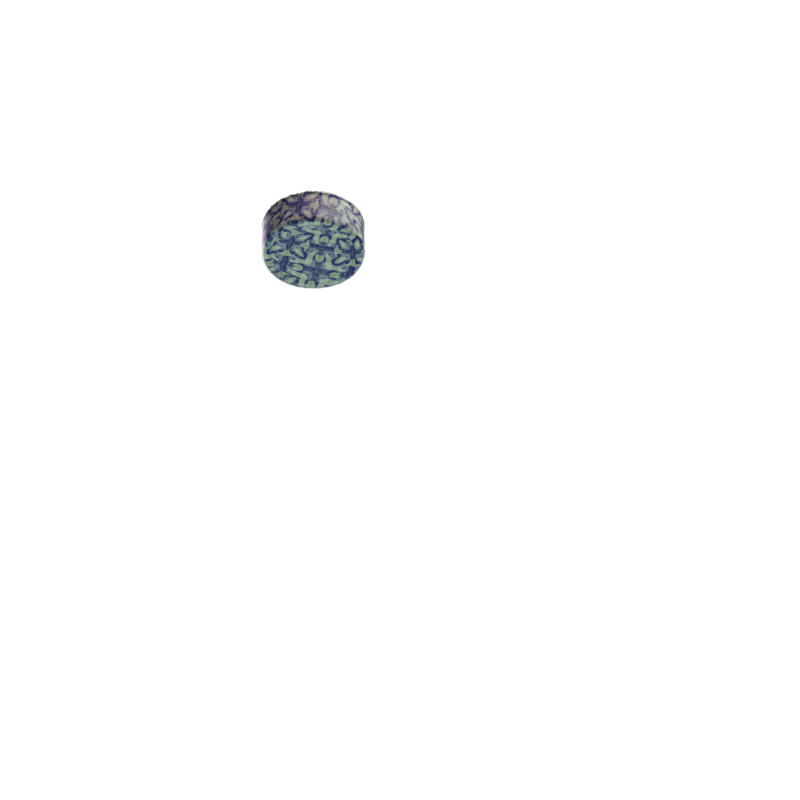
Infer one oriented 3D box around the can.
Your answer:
[{"bbox_3d":[-0.071,-0.130,0.913,0.086,0.036,0.080,1,-38,-2],"label":"can"}]
